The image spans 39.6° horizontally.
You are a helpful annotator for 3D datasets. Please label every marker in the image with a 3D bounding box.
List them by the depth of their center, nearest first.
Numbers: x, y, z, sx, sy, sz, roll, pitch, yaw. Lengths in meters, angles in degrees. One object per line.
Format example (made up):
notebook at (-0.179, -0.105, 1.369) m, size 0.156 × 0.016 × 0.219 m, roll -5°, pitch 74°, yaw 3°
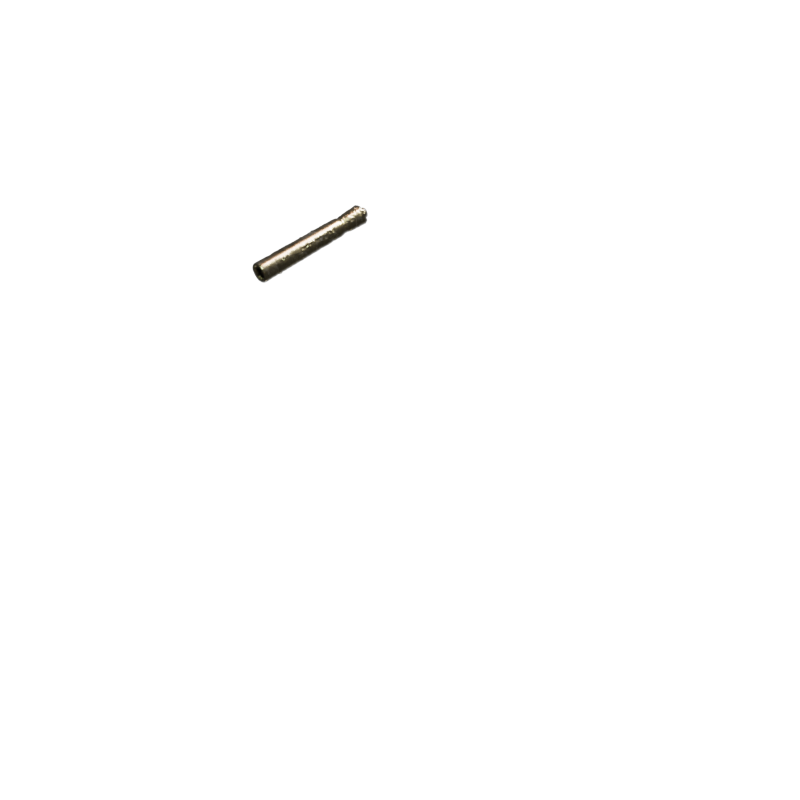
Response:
marker at (-0.076, -0.138, 0.967) m, size 0.121 × 0.019 × 0.021 m, roll -35°, pitch 21°, yaw -28°
